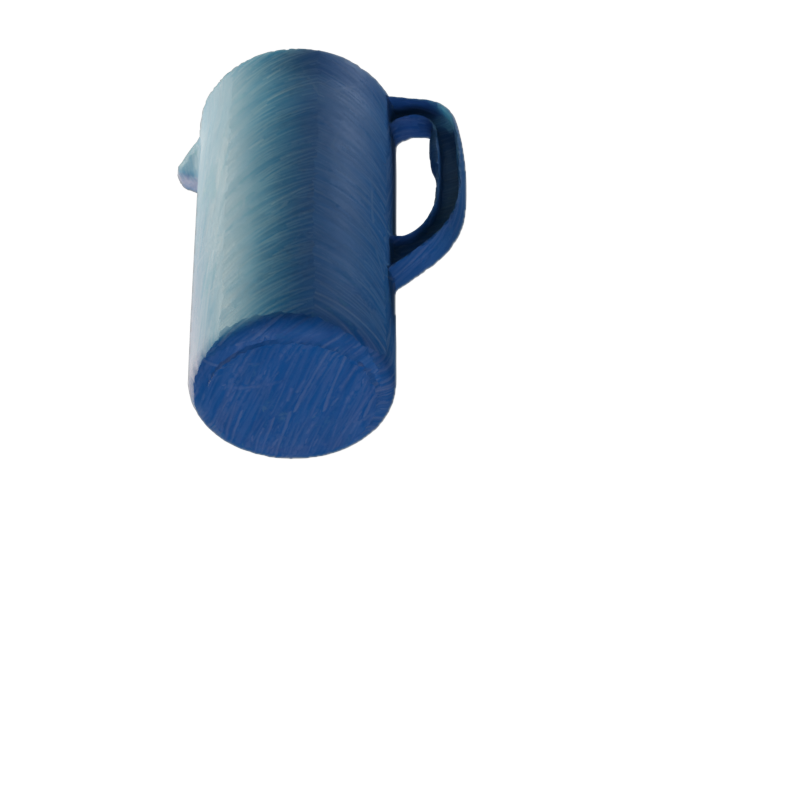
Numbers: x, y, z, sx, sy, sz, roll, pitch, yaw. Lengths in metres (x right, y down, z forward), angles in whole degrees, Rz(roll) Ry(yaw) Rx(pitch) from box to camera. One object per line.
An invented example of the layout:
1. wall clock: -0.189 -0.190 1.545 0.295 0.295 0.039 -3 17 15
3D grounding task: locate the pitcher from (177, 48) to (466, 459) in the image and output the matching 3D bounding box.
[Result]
1. pitcher: -0.051 -0.093 0.652 0.139 0.261 0.145 22 -50 -23
